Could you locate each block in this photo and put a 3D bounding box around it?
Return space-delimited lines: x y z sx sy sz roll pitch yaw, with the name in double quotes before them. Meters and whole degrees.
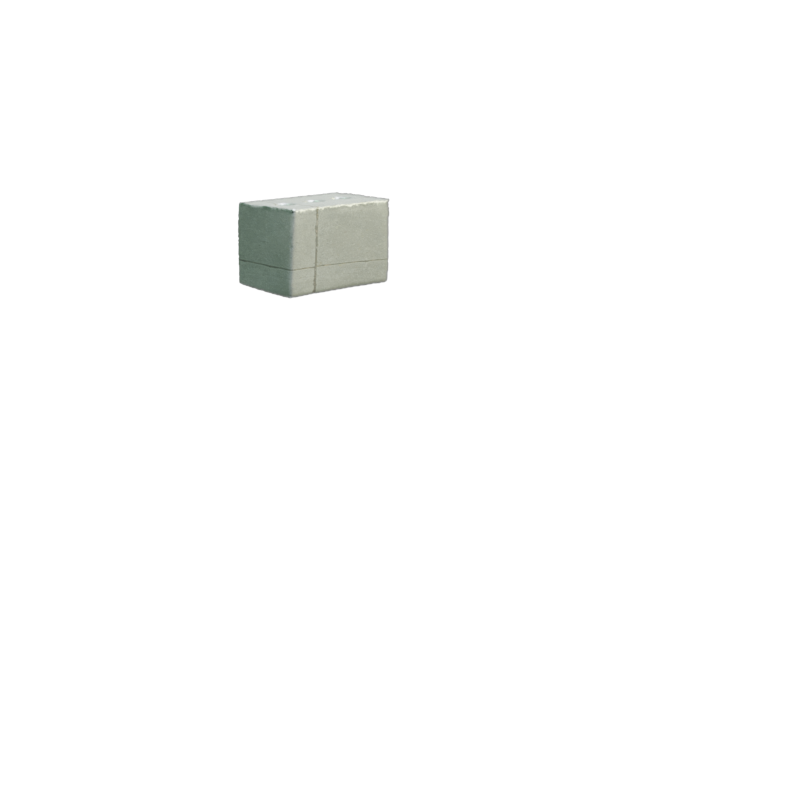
"block" -0.052 -0.095 0.664 0.076 0.050 0.056 -13 19 -41
